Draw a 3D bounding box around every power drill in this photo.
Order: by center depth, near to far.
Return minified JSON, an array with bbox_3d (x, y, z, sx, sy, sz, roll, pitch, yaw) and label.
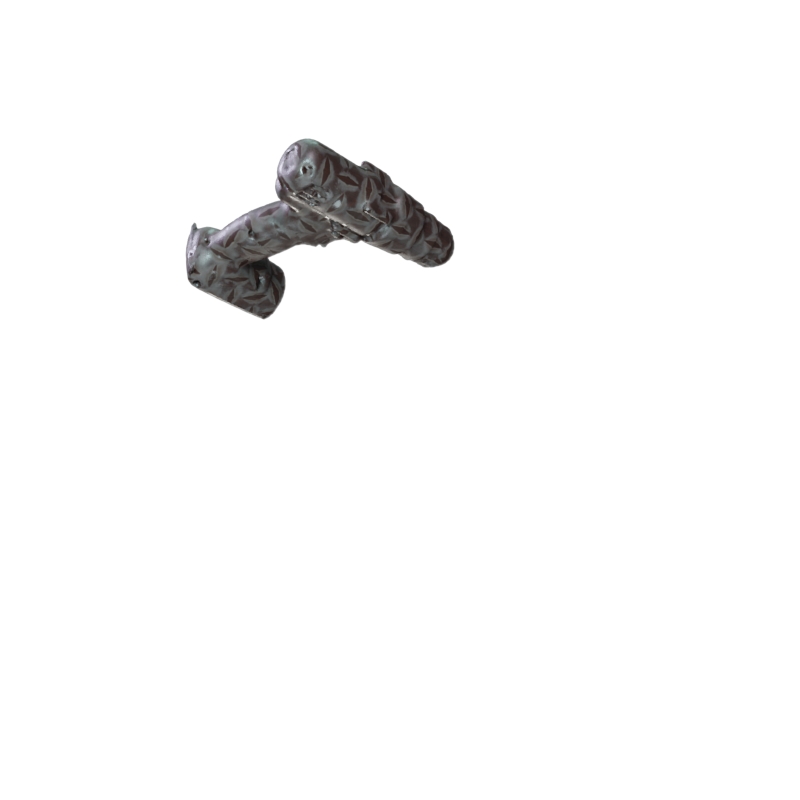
[{"bbox_3d":[-0.073,-0.132,0.926,0.188,0.061,0.172,-26,-39,36],"label":"power drill"}]
